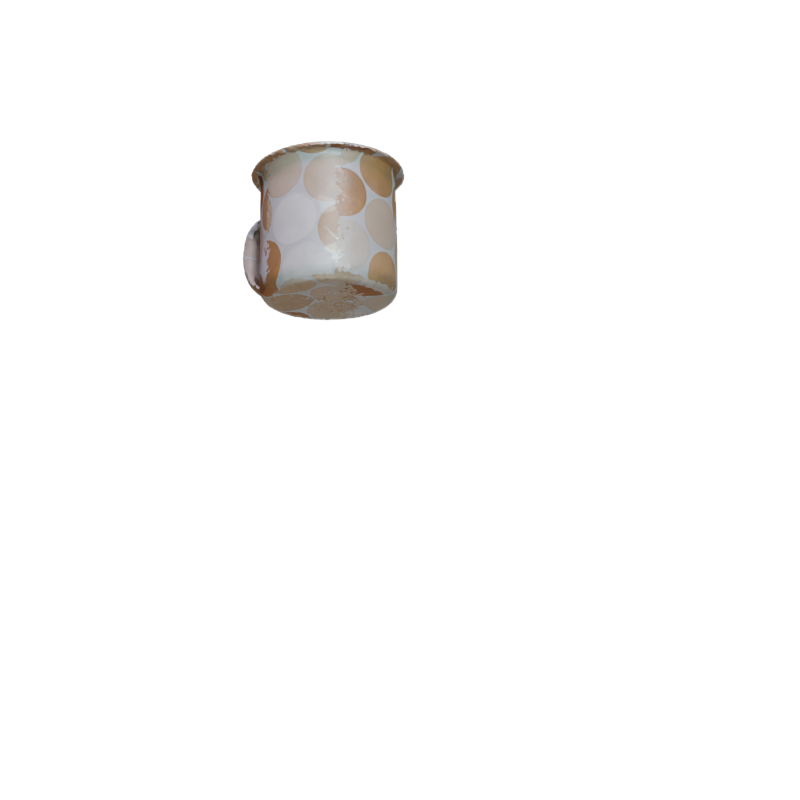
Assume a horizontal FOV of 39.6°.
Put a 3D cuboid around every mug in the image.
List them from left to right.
[{"bbox_3d":[-0.053,-0.096,0.671,0.119,0.085,0.087,-14,-22,37],"label":"mug"}]
